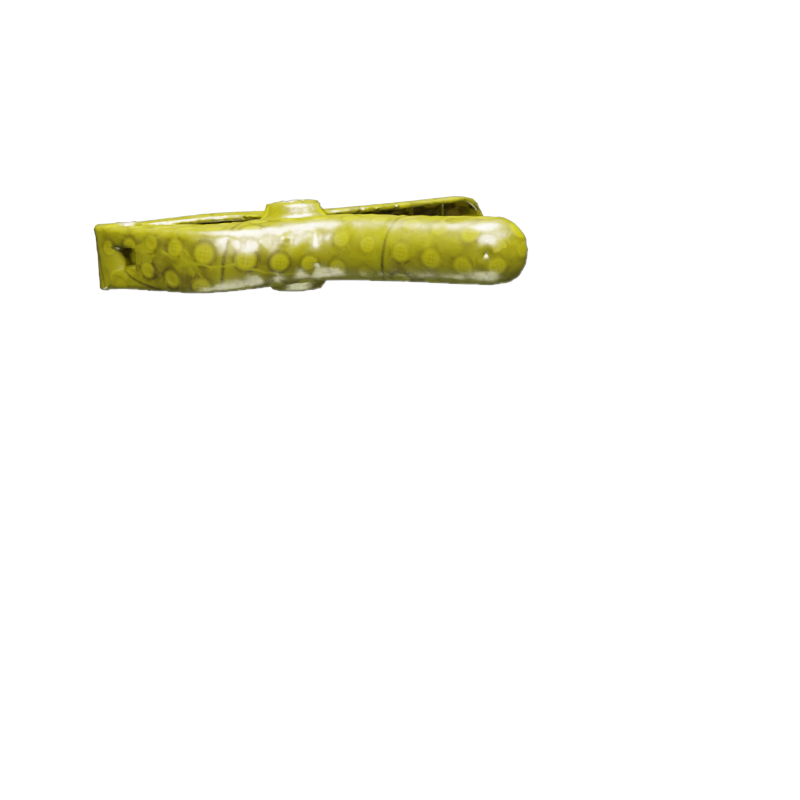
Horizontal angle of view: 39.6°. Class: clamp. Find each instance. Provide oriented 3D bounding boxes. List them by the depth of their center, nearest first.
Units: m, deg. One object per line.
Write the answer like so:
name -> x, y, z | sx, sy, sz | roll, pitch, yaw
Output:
clamp -> -0.036, -0.066, 0.461 | 0.173, 0.039, 0.120 | 1, 9, 7
